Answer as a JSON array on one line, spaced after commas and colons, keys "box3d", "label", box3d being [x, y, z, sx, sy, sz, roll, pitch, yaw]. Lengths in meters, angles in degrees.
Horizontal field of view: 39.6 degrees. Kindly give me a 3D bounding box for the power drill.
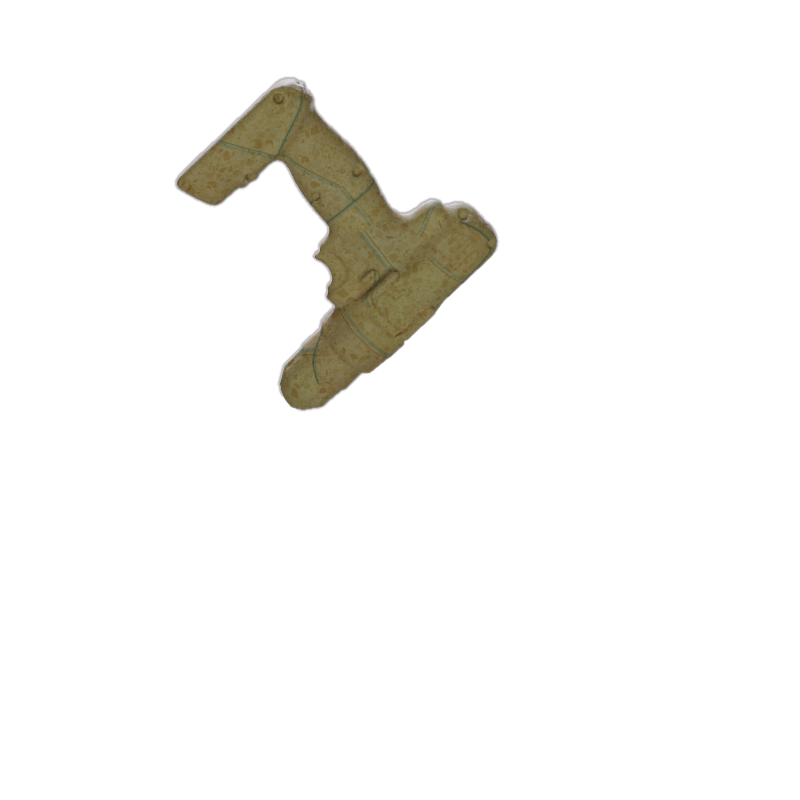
[{"box3d": [-0.058, -0.106, 0.741, 0.183, 0.183, 0.059, -43, 11, 10], "label": "power drill"}]
